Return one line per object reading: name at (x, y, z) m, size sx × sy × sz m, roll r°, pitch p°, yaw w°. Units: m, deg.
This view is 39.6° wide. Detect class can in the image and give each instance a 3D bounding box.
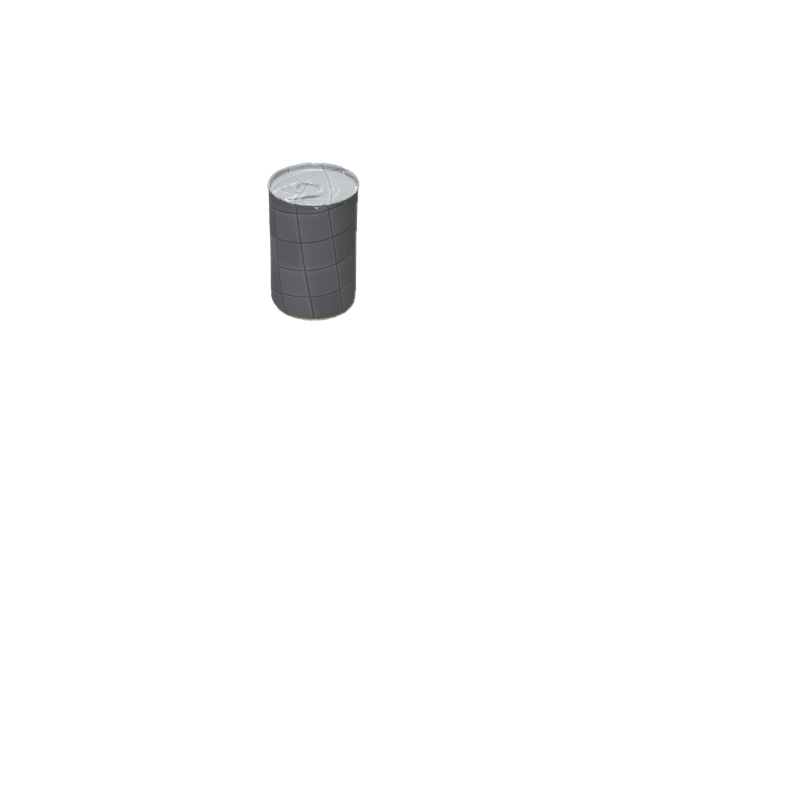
can at (-0.066, -0.120, 0.843) m, size 0.068 × 0.096 × 0.073 m, roll 0°, pitch 34°, yaw -3°
